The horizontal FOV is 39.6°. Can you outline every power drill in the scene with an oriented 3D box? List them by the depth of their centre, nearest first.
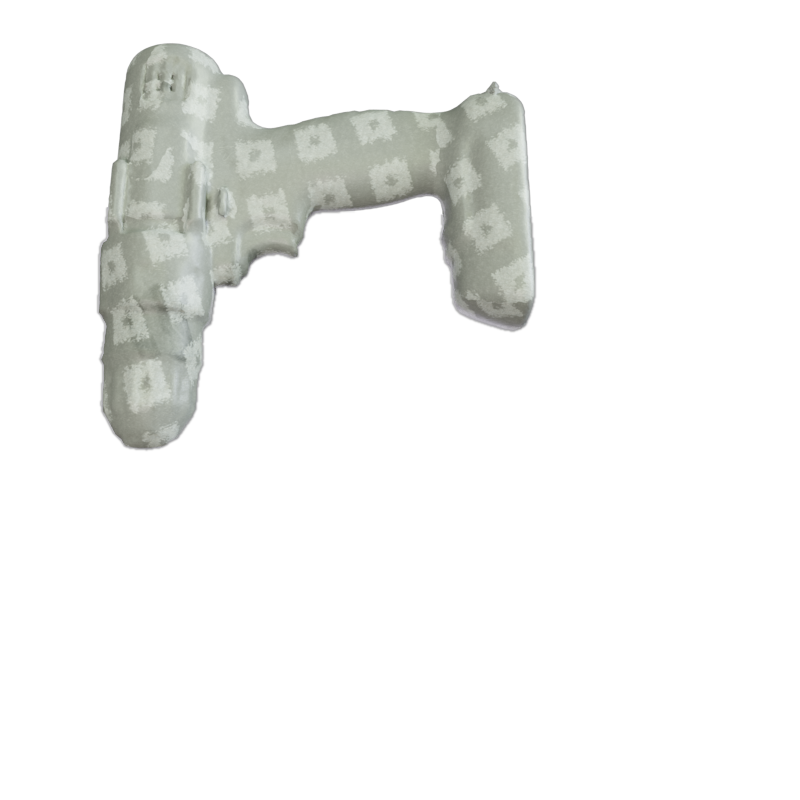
[{"bbox_3d":[-0.038,-0.070,0.489,0.187,0.192,0.055,1,-16,0],"label":"power drill"}]
